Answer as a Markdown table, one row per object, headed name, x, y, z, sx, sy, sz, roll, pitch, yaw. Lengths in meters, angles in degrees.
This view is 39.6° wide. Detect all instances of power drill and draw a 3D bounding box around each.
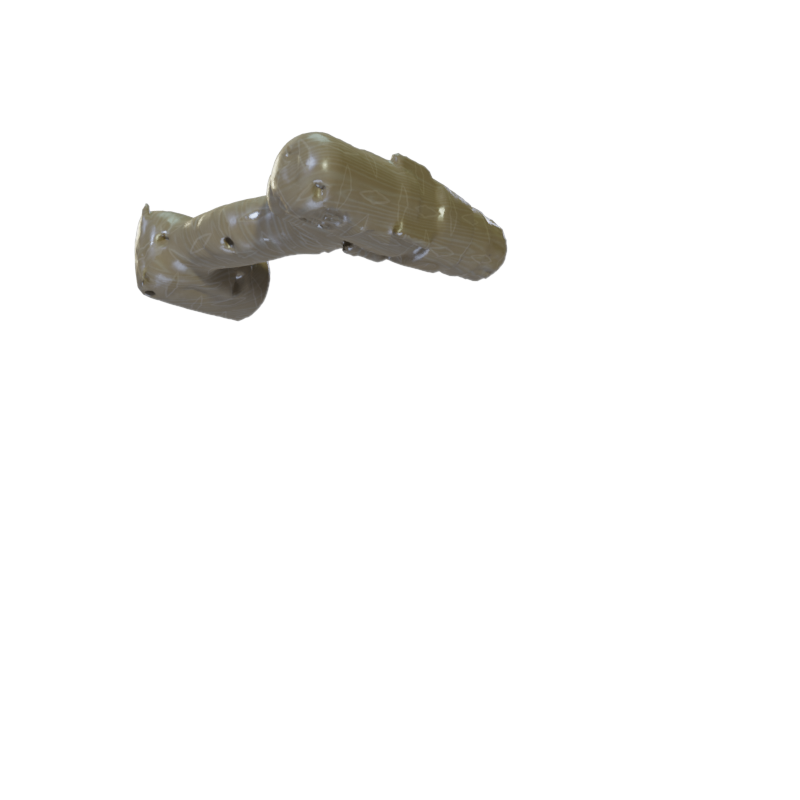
| name | x | y | z | sx | sy | sz | roll | pitch | yaw |
| --- | --- | --- | --- | --- | --- | --- | --- | --- | --- |
| power drill | -0.052 | -0.095 | 0.666 | 0.191 | 0.060 | 0.173 | -13 | -20 | 38 |
